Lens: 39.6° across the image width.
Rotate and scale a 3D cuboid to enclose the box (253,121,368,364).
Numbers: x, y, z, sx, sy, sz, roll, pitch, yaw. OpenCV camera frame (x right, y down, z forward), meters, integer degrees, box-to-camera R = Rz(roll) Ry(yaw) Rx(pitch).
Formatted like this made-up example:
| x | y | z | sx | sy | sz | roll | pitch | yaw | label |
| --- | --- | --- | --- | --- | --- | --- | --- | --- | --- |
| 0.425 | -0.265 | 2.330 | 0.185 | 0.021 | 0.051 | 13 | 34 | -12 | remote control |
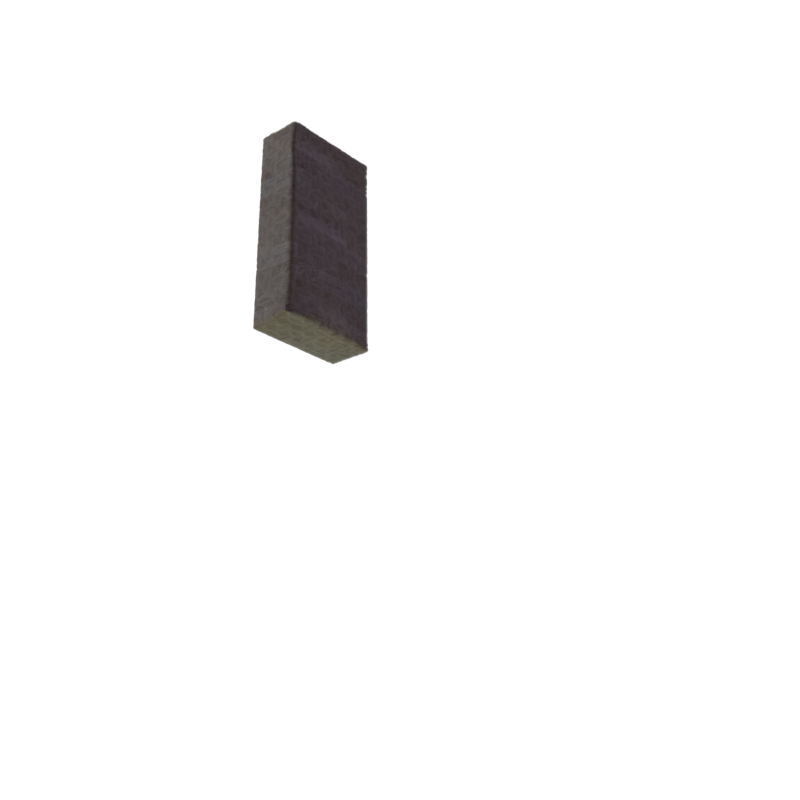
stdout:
| x | y | z | sx | sy | sz | roll | pitch | yaw | label |
| --- | --- | --- | --- | --- | --- | --- | --- | --- | --- |
| -0.070 | -0.128 | 0.895 | 0.048 | 0.188 | 0.087 | -26 | -37 | 35 | box |
